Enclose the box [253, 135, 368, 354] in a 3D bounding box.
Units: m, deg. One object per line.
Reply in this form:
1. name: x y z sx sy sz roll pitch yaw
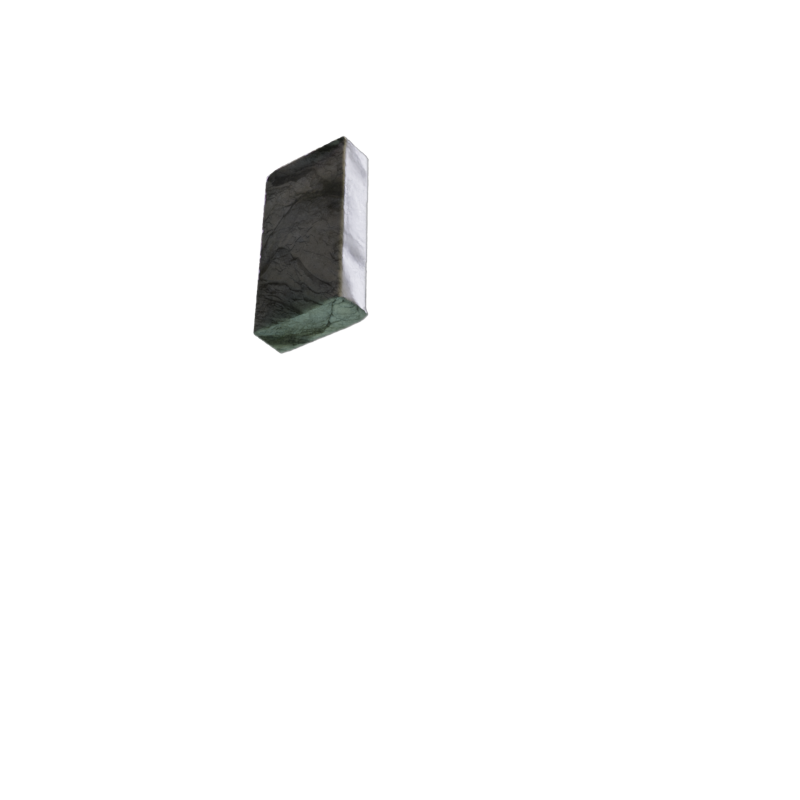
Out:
1. box: -0.075 -0.136 0.949 0.094 0.188 0.045 -23 -39 28
